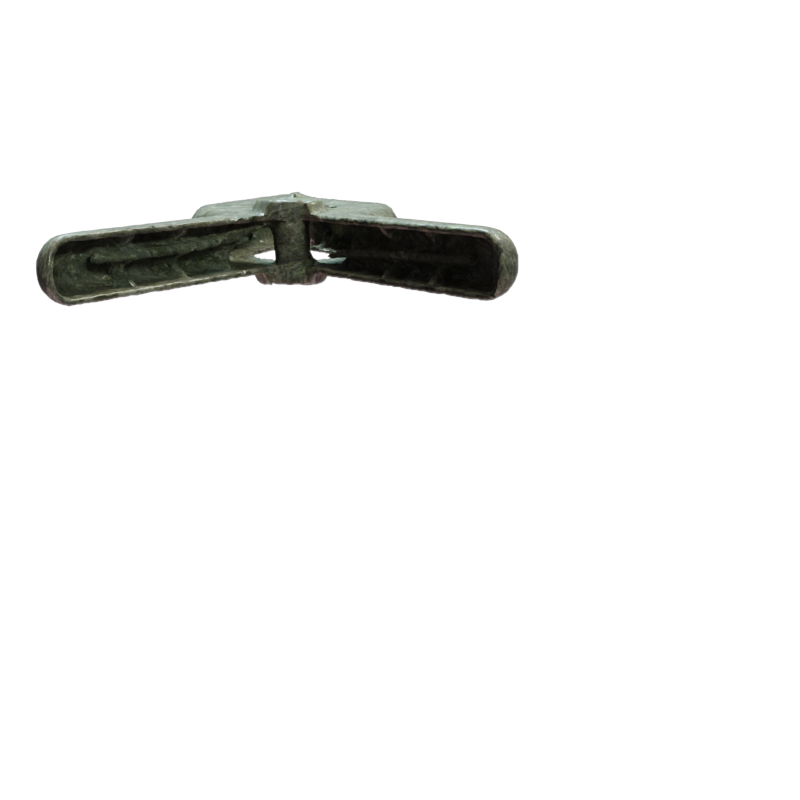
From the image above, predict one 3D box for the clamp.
[{"bbox_3d":[-0.036,-0.066,0.463,0.166,0.035,0.213,1,14,6],"label":"clamp"}]
